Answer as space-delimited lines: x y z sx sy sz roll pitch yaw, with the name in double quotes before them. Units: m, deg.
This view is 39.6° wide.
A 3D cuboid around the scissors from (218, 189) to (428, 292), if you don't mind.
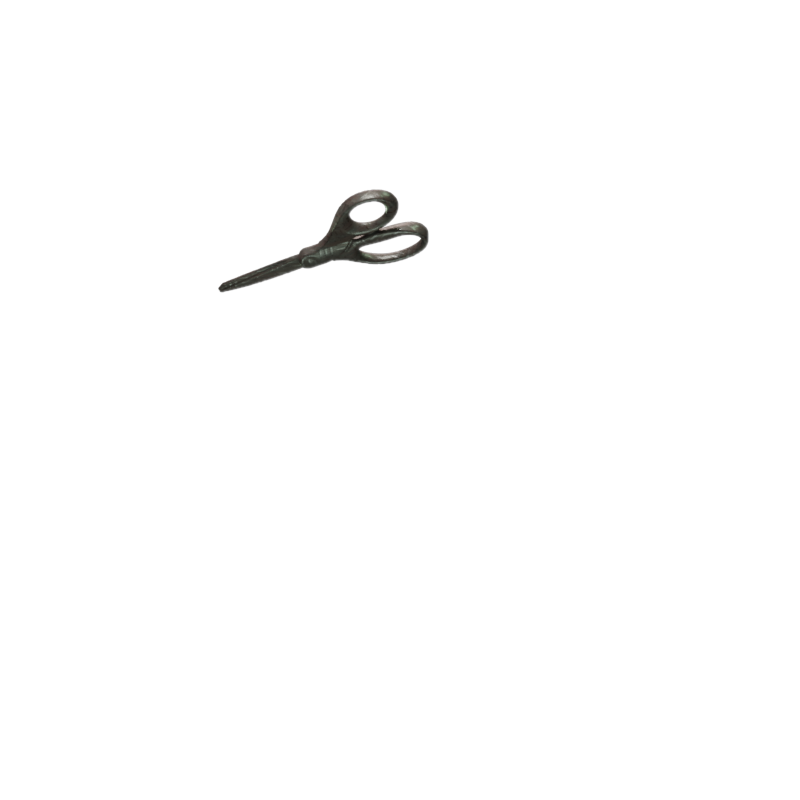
"scissors" -0.077 -0.140 0.983 0.203 0.017 0.089 -7 -39 9
